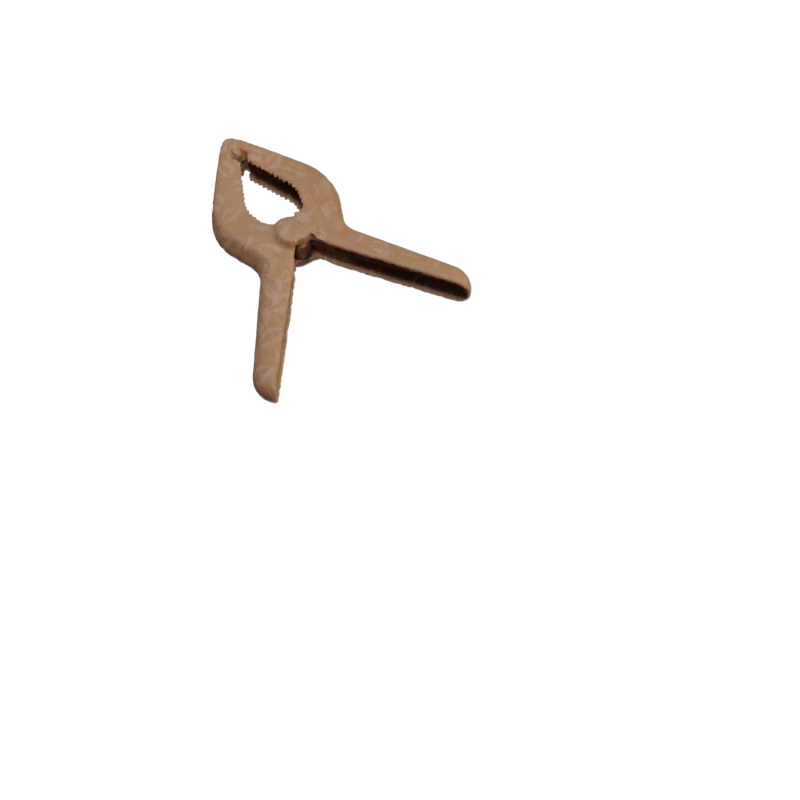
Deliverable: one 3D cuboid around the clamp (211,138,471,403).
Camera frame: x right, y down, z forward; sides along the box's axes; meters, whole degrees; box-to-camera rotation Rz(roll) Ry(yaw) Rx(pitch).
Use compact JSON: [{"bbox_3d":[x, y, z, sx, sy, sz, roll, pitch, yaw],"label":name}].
[{"bbox_3d":[-0.061,-0.112,0.781,0.163,0.226,0.034,-21,-32,-14],"label":"clamp"}]
